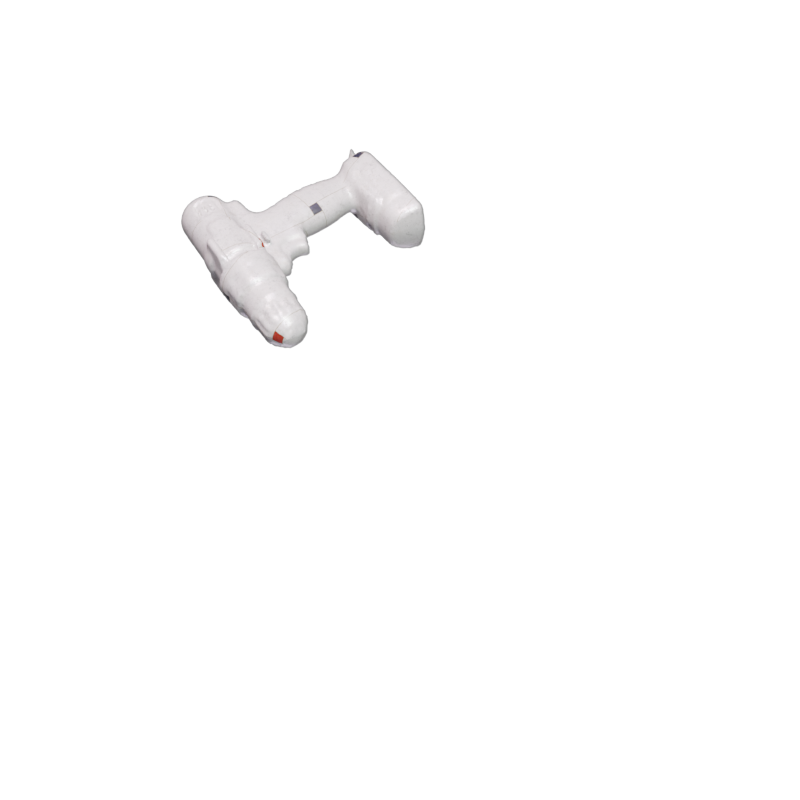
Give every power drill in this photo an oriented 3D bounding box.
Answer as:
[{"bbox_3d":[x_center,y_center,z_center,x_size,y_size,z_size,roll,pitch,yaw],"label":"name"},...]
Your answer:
[{"bbox_3d":[-0.075,-0.137,0.962,0.186,0.053,0.199,-24,52,-21],"label":"power drill"}]
